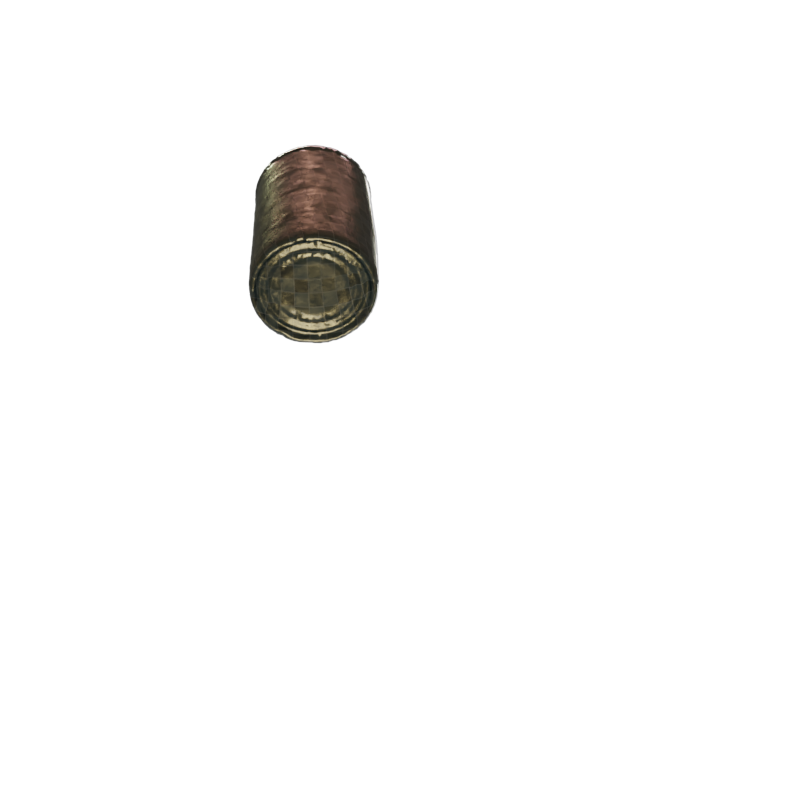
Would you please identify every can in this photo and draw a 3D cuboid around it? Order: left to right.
[{"bbox_3d":[-0.047,-0.086,0.604,0.068,0.064,0.109,-1,35,-3],"label":"can"}]
